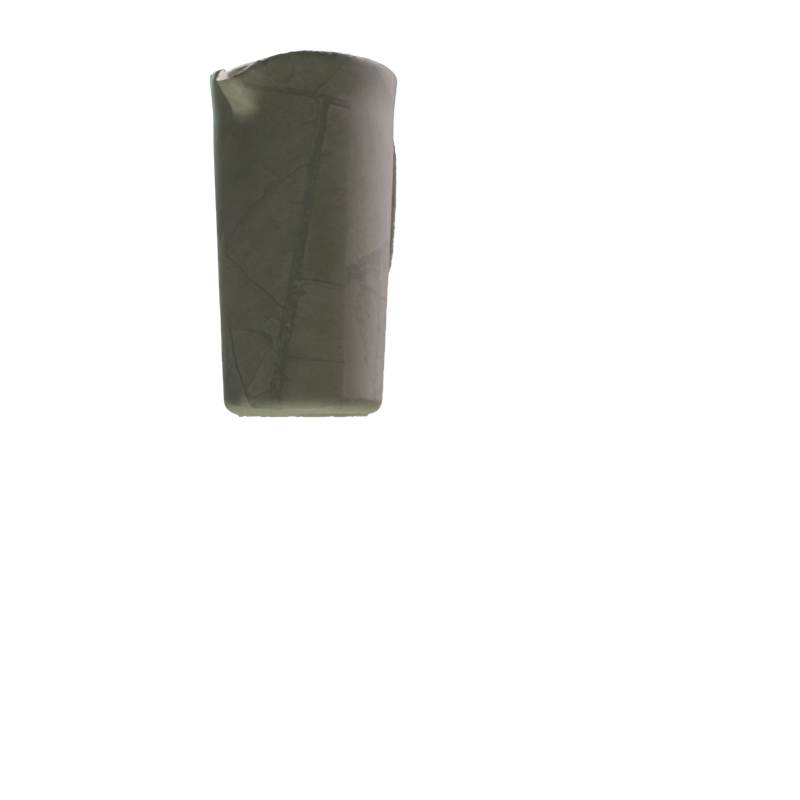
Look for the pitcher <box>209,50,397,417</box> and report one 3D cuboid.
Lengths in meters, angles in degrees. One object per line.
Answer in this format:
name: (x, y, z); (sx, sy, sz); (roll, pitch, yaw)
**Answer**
pitcher: (-0.061, -0.111, 0.778); (0.147, 0.248, 0.144); (1, -7, -11)
